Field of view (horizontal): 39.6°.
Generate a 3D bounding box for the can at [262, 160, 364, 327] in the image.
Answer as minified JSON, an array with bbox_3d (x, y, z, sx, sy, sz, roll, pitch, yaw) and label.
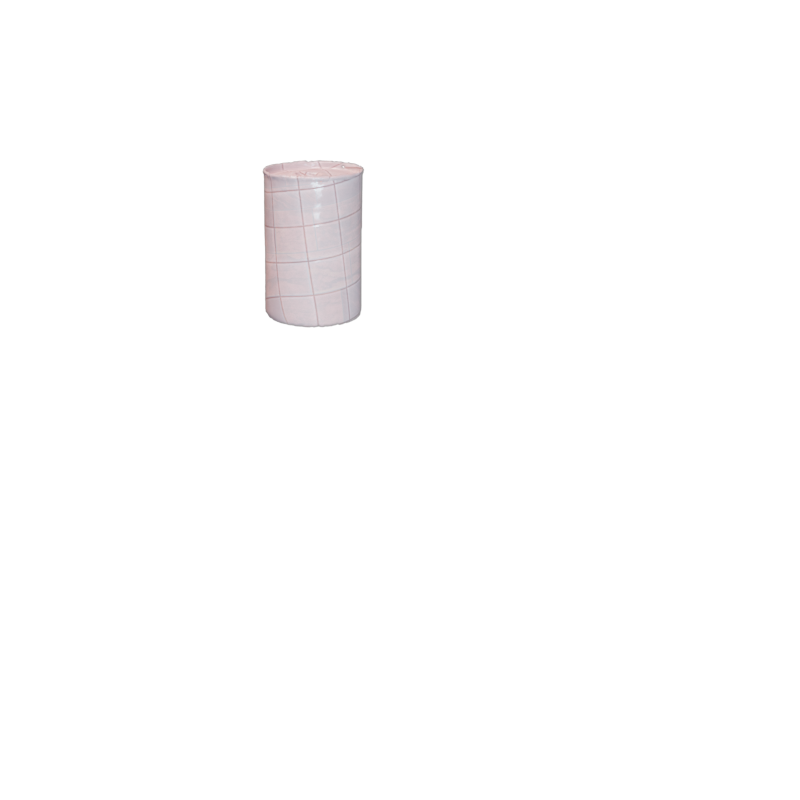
[{"bbox_3d":[-0.059,-0.108,0.755,0.068,0.099,0.071,0,16,-2],"label":"can"}]
